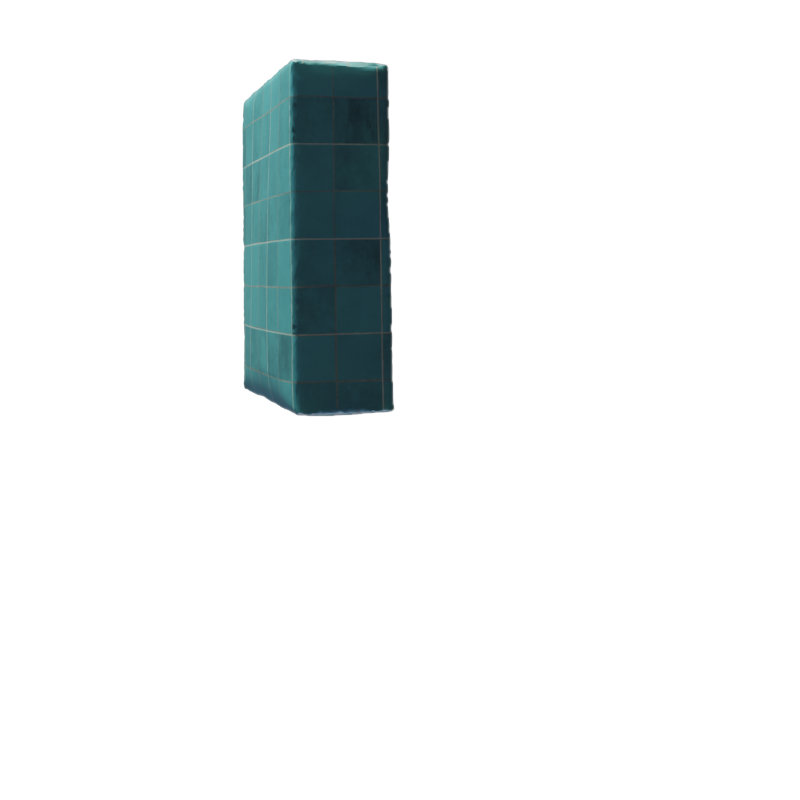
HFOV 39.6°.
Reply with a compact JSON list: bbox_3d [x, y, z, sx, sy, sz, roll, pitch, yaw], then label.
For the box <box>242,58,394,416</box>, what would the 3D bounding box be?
[{"bbox_3d":[-0.058,-0.106,0.741,0.070,0.214,0.168,0,1,-18],"label":"box"}]
